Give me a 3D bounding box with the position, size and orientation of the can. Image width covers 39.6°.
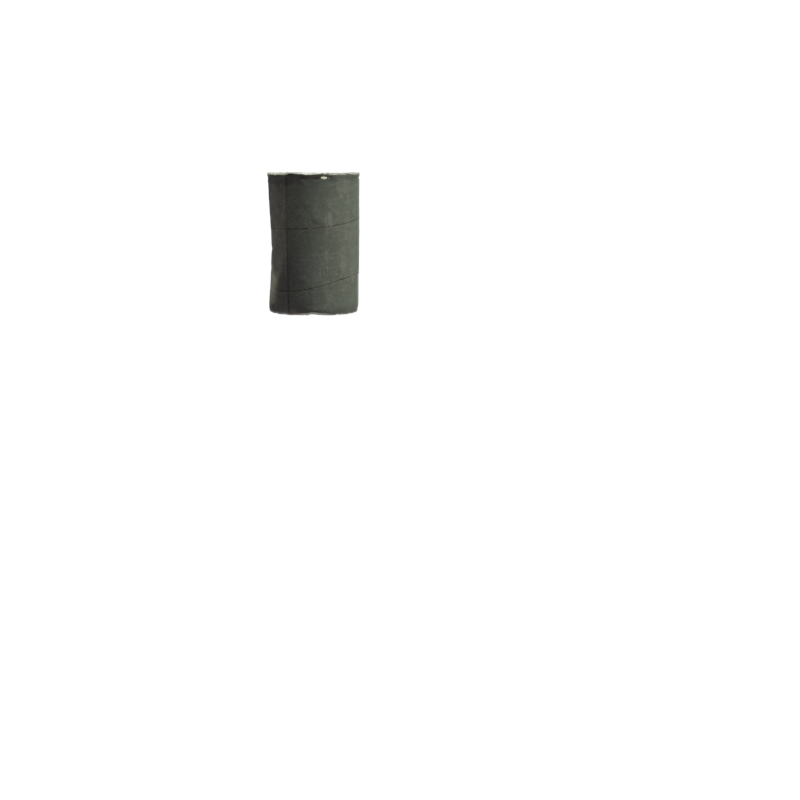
[{"bbox_3d":[-0.064,-0.116,0.813,0.068,0.101,0.069,0,6,-2],"label":"can"}]
